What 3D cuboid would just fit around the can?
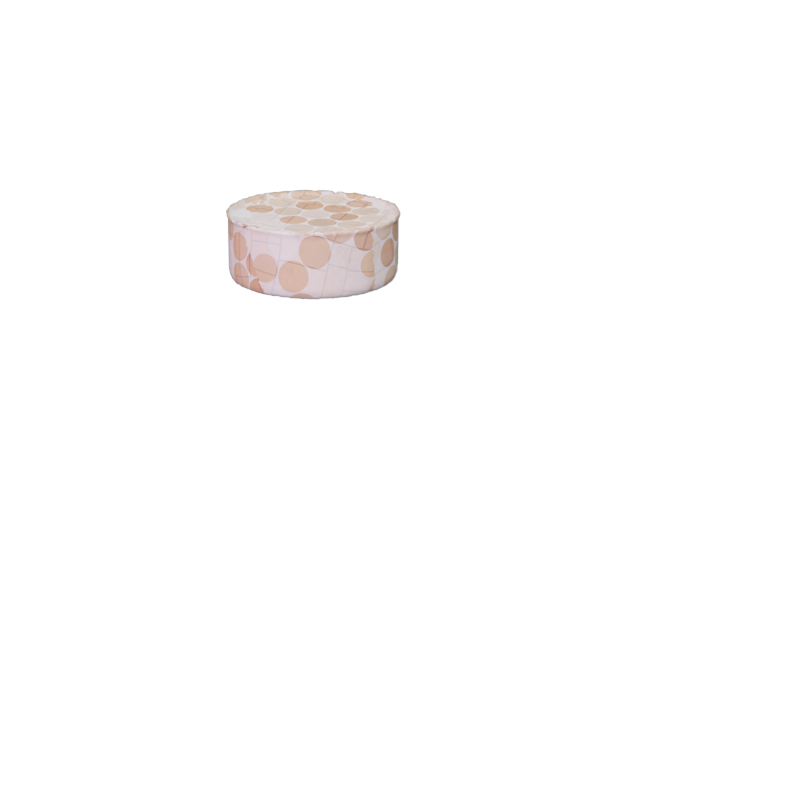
[{"bbox_3d":[-0.043,-0.079,0.550,0.086,0.032,0.090,-1,22,-2],"label":"can"}]
